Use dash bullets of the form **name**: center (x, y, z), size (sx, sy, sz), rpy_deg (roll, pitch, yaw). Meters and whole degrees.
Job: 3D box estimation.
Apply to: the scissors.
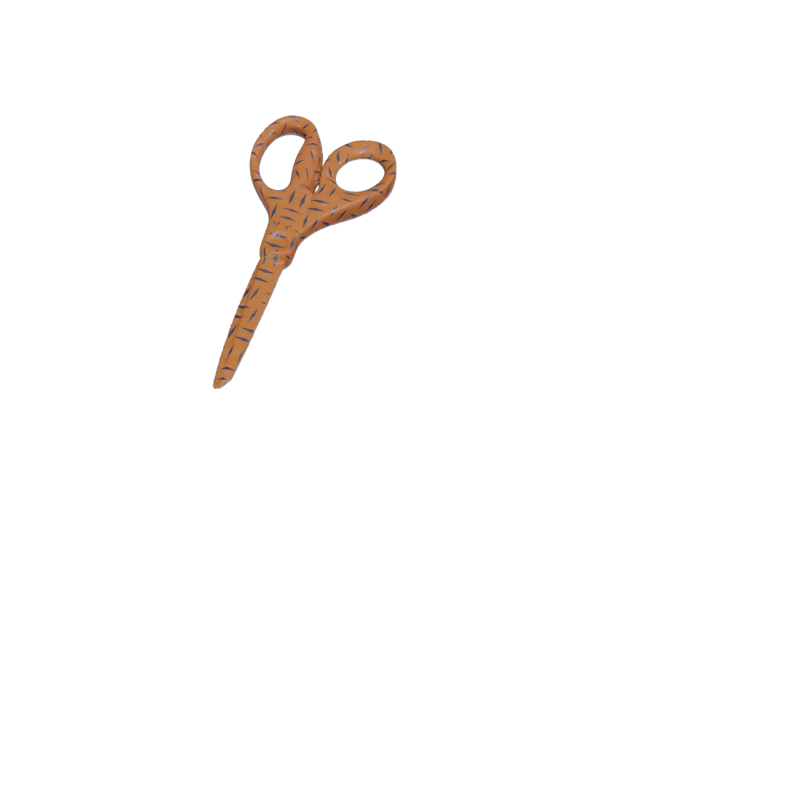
- **scissors**: center (-0.048, -0.088, 0.615), size (0.096, 0.216, 0.015), rpy_deg (-1, -40, -1)
